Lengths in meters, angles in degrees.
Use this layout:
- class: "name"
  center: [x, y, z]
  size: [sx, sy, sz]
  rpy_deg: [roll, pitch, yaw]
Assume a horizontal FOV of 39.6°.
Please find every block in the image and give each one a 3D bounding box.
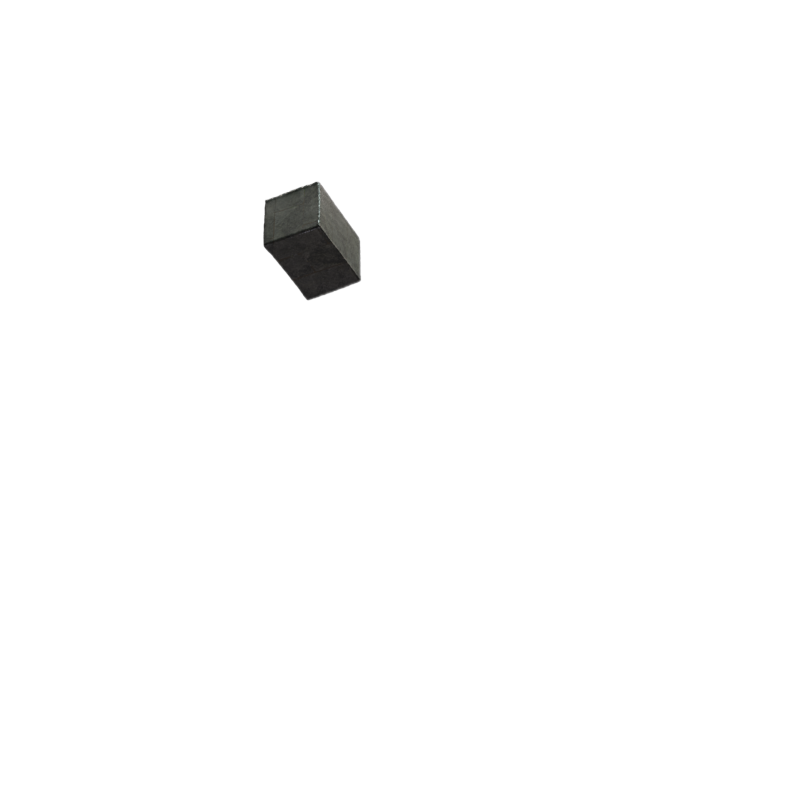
- class: "block"
  center: [-0.071, -0.130, 0.911]
  size: [0.053, 0.055, 0.072]
  rpy_deg: [-18, -42, 18]
